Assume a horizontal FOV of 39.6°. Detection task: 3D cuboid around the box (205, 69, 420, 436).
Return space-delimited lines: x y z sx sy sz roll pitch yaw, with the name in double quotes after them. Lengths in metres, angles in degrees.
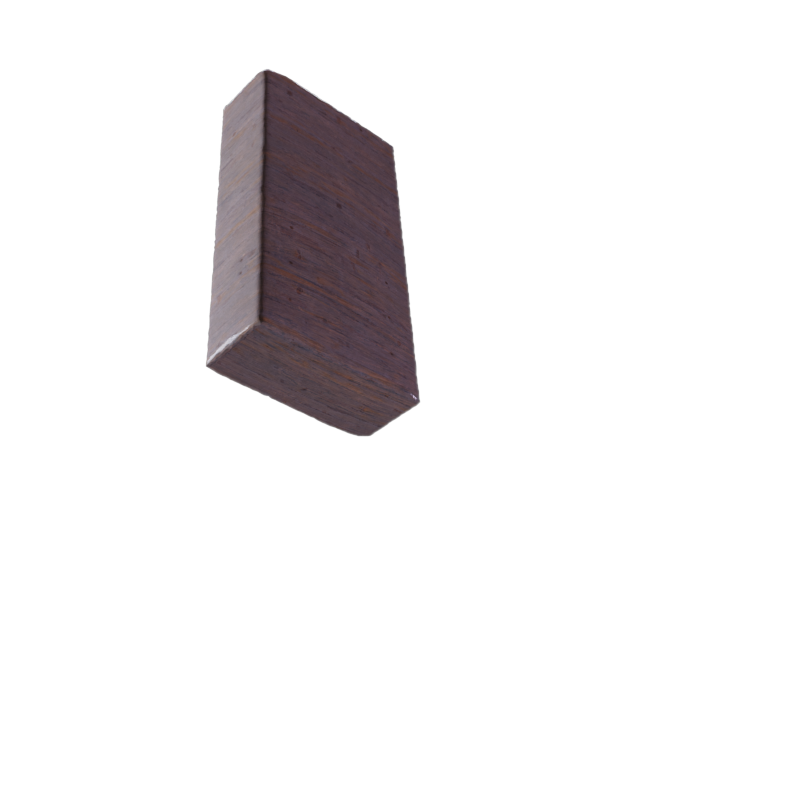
-0.042 -0.077 0.538 0.088 0.189 0.047 27 -48 -32 "box"
